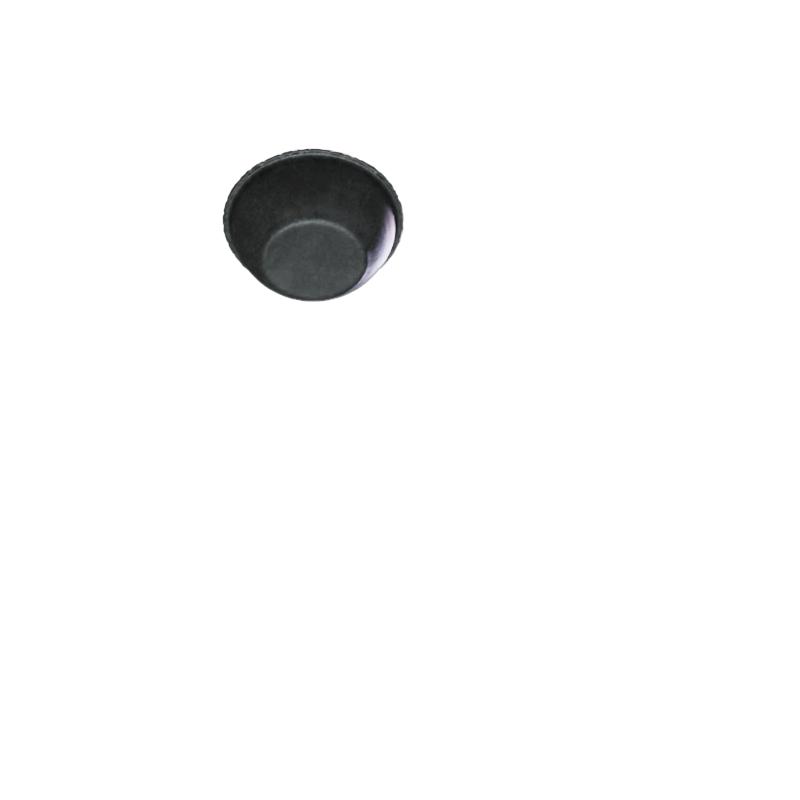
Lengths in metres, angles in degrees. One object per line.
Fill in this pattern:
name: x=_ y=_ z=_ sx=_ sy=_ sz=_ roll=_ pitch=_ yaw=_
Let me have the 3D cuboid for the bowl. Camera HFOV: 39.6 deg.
bowl: x=-0.076 y=-0.138 z=0.970 sx=0.162 sy=0.151 sz=0.059 roll=1 pitch=43 yaw=-1
